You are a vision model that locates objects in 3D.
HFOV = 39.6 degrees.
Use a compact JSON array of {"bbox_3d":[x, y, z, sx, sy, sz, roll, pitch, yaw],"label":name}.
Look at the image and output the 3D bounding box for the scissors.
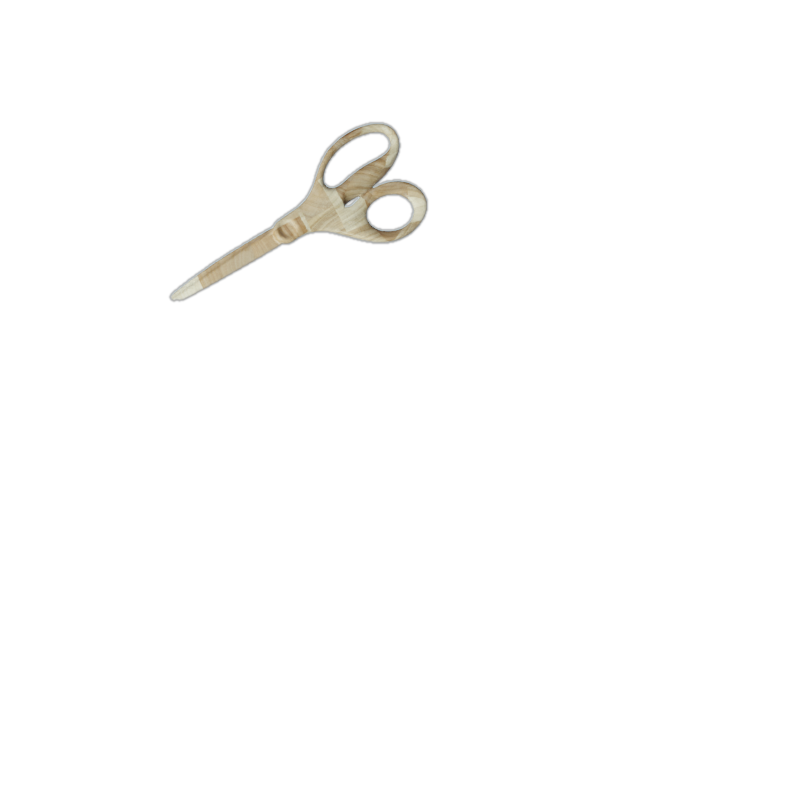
[{"bbox_3d":[-0.063,-0.115,0.805,0.098,0.203,0.015,42,-6,6],"label":"scissors"}]
